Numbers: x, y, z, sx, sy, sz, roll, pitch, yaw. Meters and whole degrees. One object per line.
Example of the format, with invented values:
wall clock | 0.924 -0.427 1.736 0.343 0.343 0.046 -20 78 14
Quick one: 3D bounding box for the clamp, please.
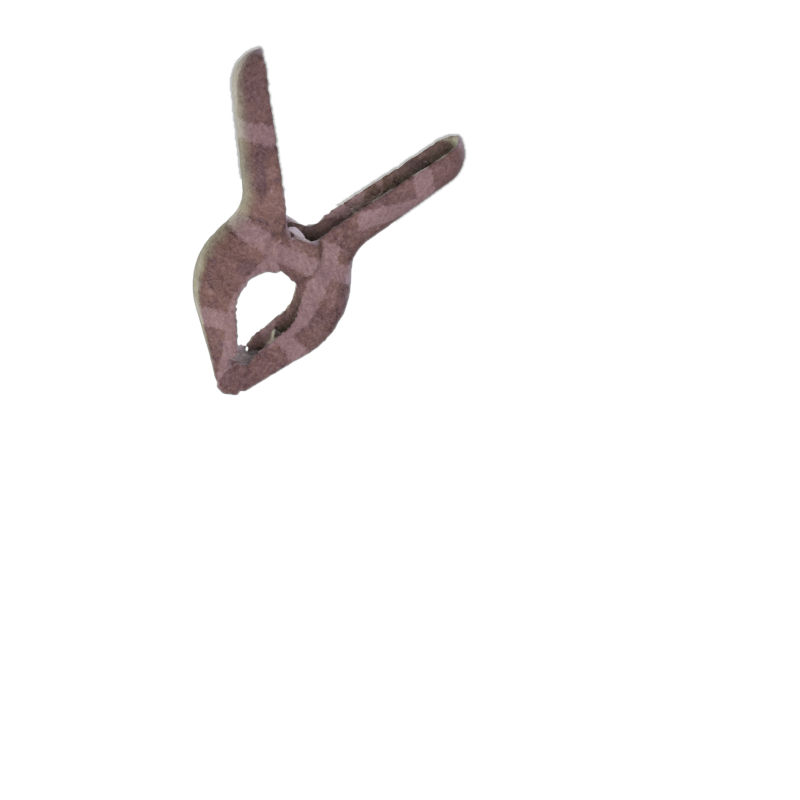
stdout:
clamp | -0.043 -0.079 0.552 0.119 0.166 0.041 16 20 -7
